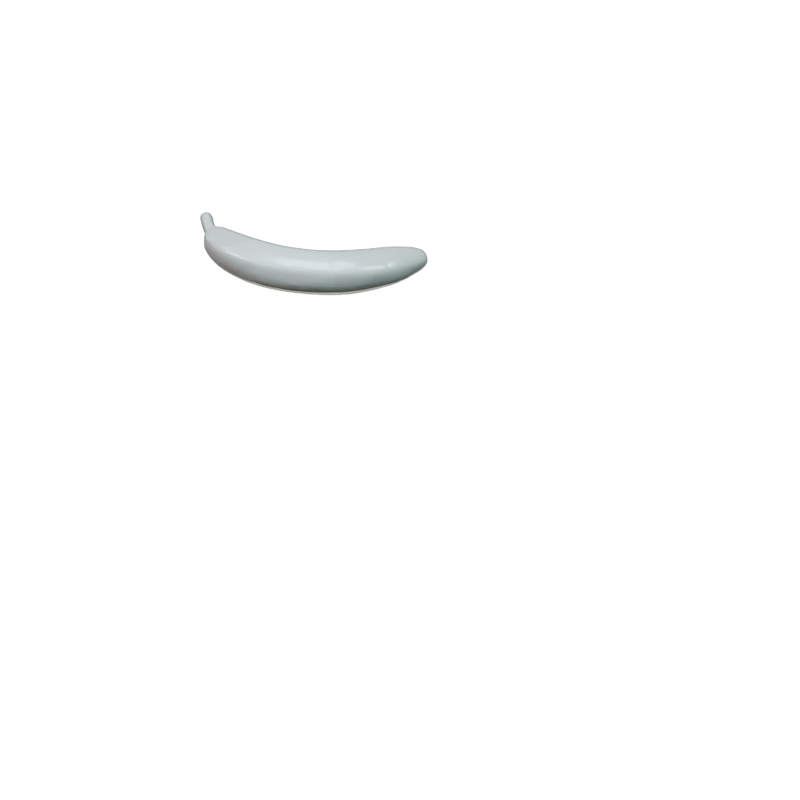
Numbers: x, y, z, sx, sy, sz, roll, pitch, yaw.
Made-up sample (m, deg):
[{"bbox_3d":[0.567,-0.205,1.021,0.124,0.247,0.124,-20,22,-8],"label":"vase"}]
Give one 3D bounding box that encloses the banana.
[{"bbox_3d":[-0.079,-0.116,0.908,0.201,0.073,0.034,12,-35,8],"label":"banana"}]
